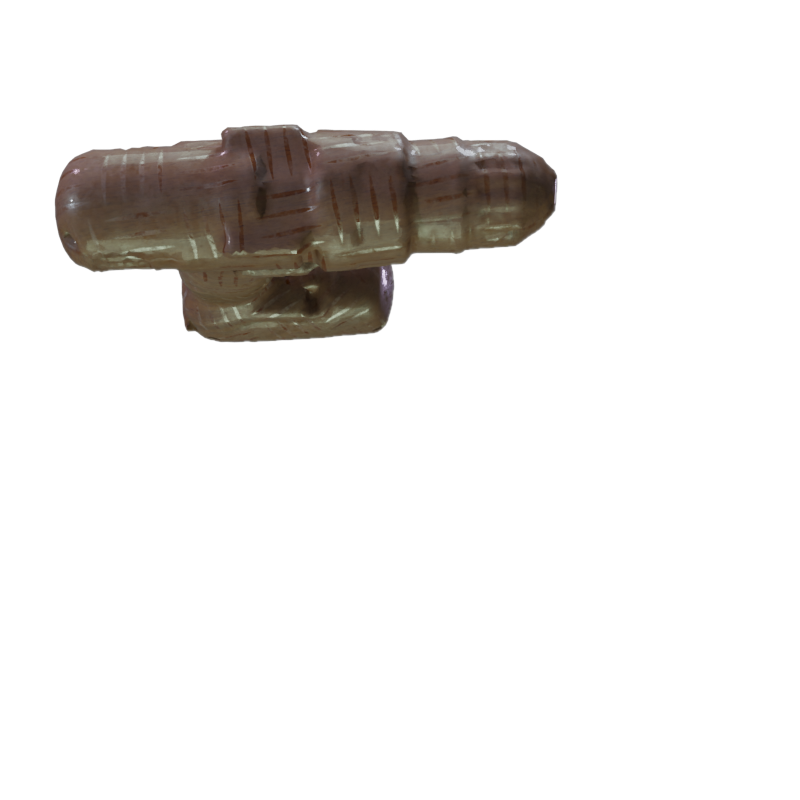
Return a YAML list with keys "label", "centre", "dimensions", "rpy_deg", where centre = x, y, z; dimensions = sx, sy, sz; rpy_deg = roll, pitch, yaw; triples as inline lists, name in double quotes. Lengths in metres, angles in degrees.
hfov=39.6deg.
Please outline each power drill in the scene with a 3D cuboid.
- label: "power drill"
  centre: [-0.037, -0.068, 0.478]
  dimensions: [0.185, 0.059, 0.182]
  rpy_deg: [0, -8, 0]
